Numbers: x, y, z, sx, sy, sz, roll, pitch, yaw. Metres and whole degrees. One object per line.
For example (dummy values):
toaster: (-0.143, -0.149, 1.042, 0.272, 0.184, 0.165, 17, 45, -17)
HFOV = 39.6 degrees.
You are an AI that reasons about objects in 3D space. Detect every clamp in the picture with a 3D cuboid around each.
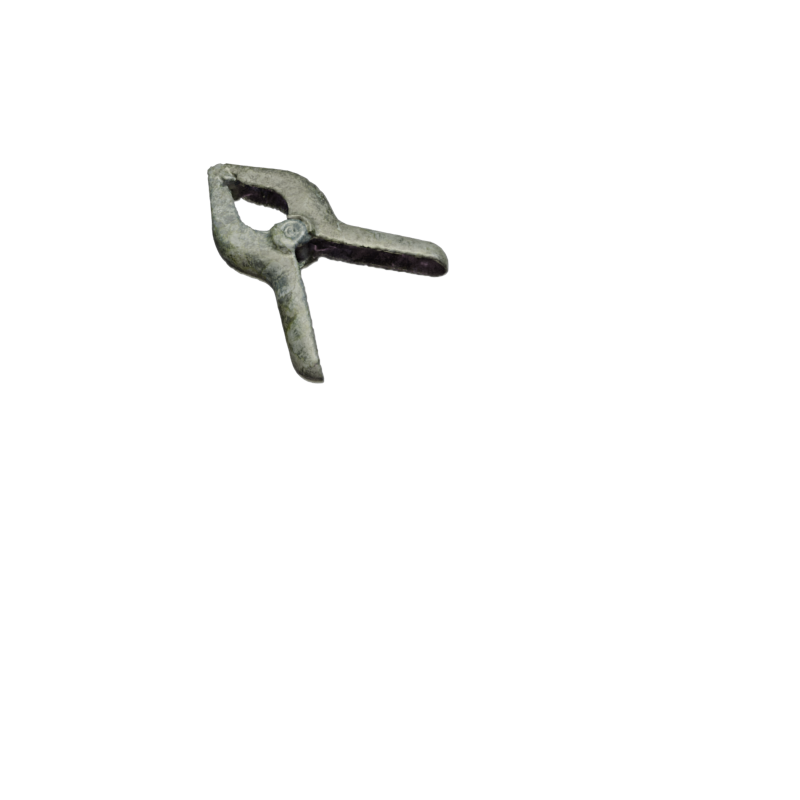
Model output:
clamp: (-0.056, -0.102, 0.713, 0.120, 0.183, 0.037, -30, -28, -18)
